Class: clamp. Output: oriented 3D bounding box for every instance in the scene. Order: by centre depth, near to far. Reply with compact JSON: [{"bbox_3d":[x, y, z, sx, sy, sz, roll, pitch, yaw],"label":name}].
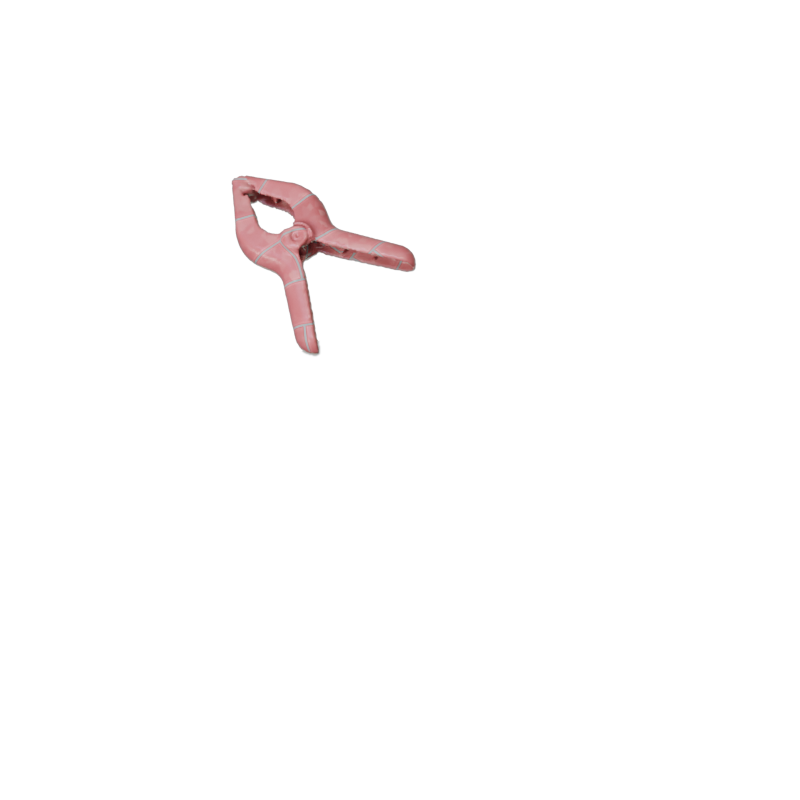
[{"bbox_3d":[-0.073,-0.133,0.930,0.120,0.181,0.037,-31,-22,-14],"label":"clamp"}]
